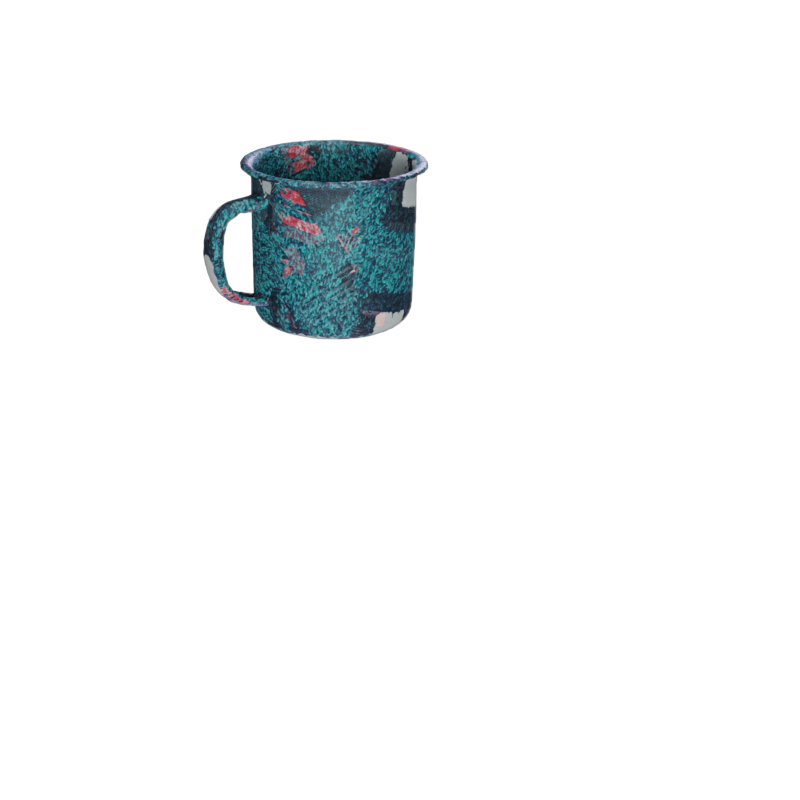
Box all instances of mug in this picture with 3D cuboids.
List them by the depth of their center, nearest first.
[{"bbox_3d":[-0.043,-0.079,0.554,0.115,0.078,0.099,-15,27,-32],"label":"mug"}]
